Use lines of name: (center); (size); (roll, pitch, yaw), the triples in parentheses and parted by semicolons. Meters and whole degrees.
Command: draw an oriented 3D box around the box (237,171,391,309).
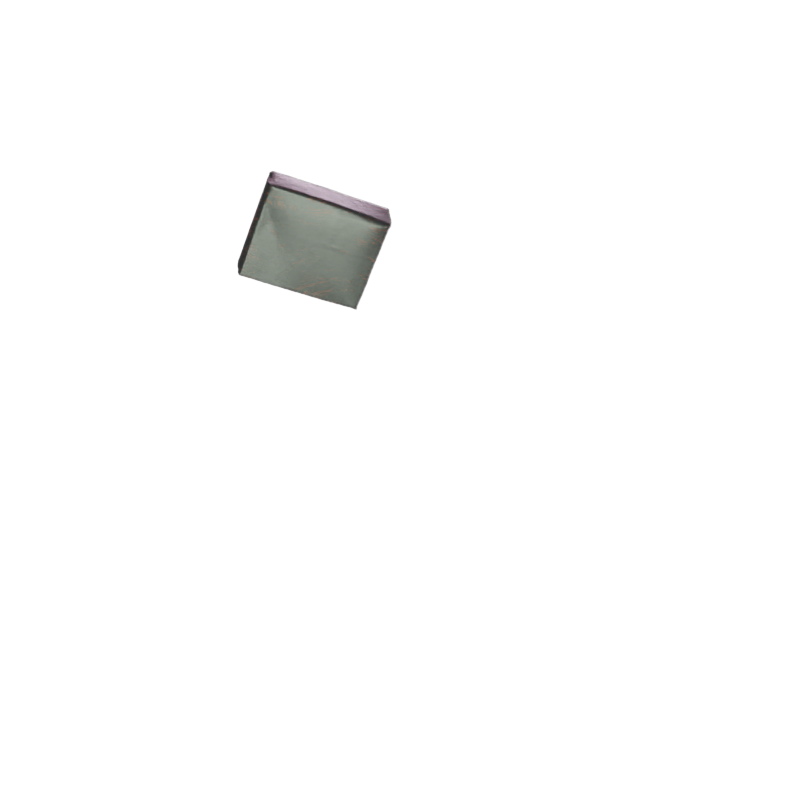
box: (-0.075, -0.137, 0.960); (0.111, 0.087, 0.041); (18, 24, -9)
